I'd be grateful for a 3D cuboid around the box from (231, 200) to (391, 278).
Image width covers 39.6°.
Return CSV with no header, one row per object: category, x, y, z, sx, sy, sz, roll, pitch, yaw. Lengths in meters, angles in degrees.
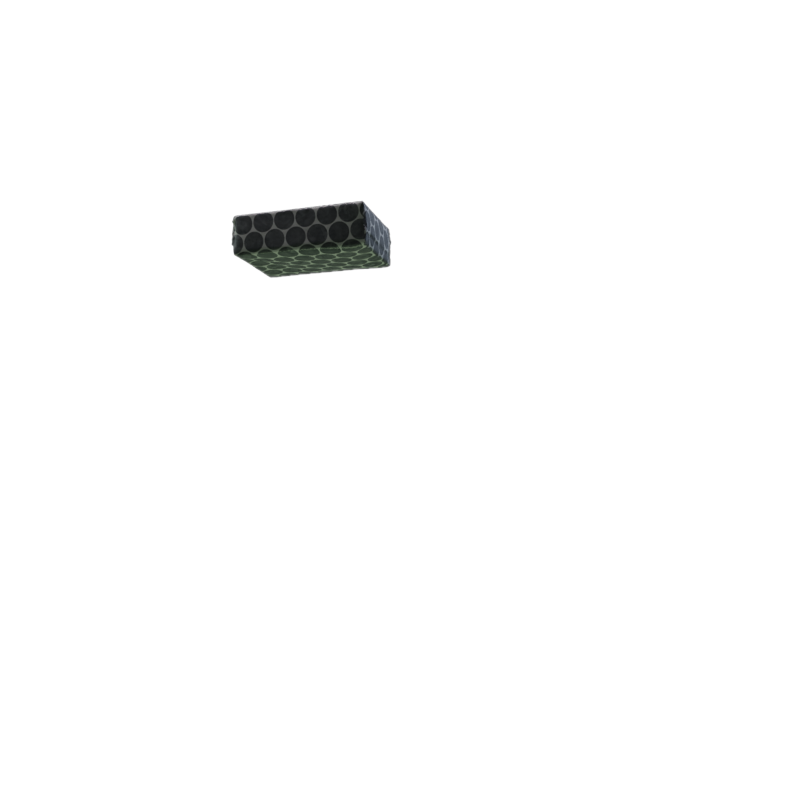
box,-0.072,-0.131,0.920,0.115,0.040,0.086,-2,-7,15
